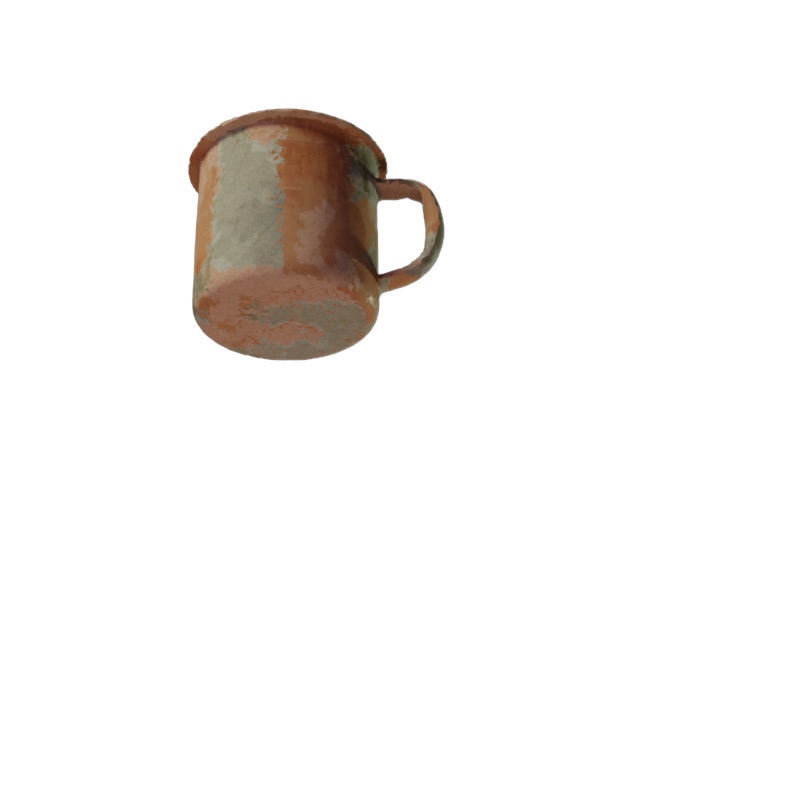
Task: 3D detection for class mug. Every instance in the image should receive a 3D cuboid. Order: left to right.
[{"bbox_3d":[-0.039,-0.071,0.496,0.118,0.087,0.087,-3,-29,4],"label":"mug"}]
